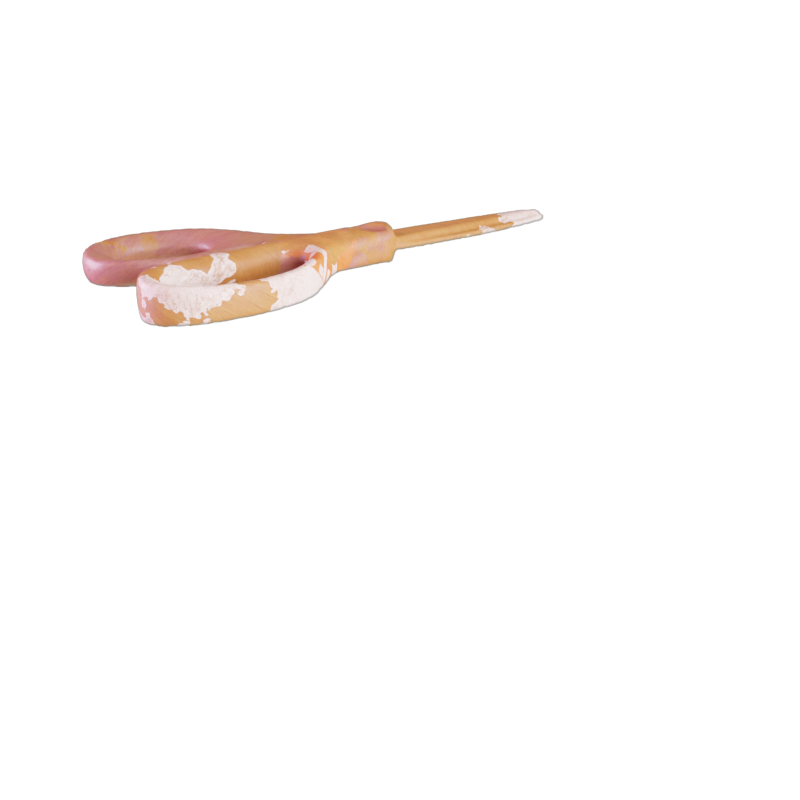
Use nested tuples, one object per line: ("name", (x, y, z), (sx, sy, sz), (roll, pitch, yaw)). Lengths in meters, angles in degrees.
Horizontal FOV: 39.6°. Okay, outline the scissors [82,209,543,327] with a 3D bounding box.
("scissors", (-0.033, -0.060, 0.417), (0.101, 0.015, 0.200), (12, 23, 31))
